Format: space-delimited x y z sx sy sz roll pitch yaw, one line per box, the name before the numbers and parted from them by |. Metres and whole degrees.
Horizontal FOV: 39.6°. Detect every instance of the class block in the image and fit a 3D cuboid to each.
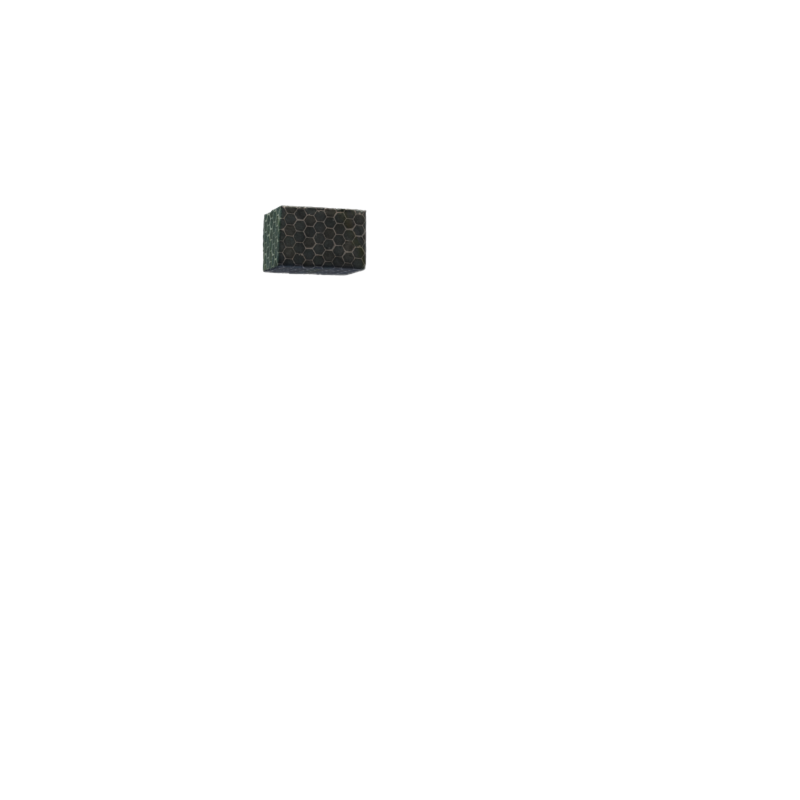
block | -0.073 -0.134 0.937 0.076 0.052 0.053 1 -4 -21
